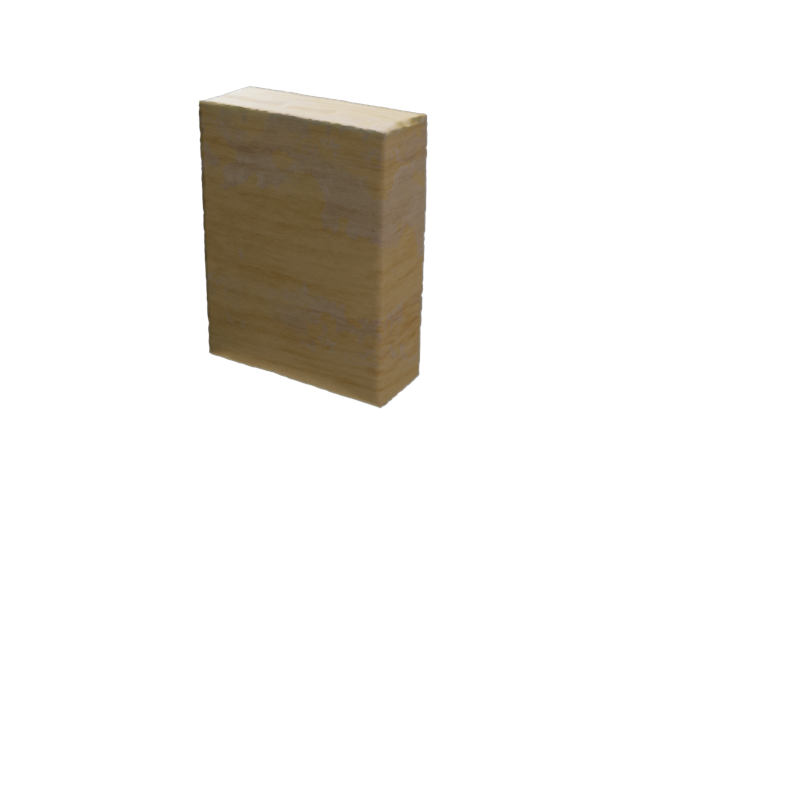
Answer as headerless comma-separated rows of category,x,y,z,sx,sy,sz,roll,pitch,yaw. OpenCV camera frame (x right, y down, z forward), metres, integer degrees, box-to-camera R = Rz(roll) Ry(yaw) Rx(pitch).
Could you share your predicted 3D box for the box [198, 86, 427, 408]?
box,-0.066,-0.120,0.843,0.172,0.203,0.072,16,27,29
